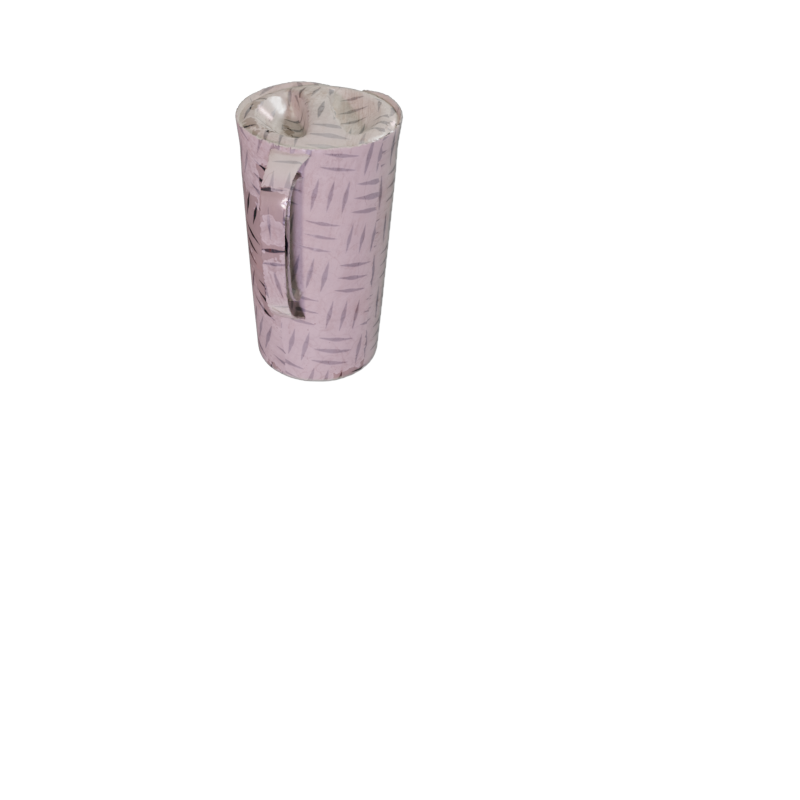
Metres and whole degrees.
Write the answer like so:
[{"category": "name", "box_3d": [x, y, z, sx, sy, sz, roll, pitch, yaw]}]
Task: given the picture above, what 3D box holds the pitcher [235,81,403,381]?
[{"category": "pitcher", "box_3d": [-0.073, -0.133, 0.932, 0.147, 0.228, 0.157, -16, 38, -24]}]
